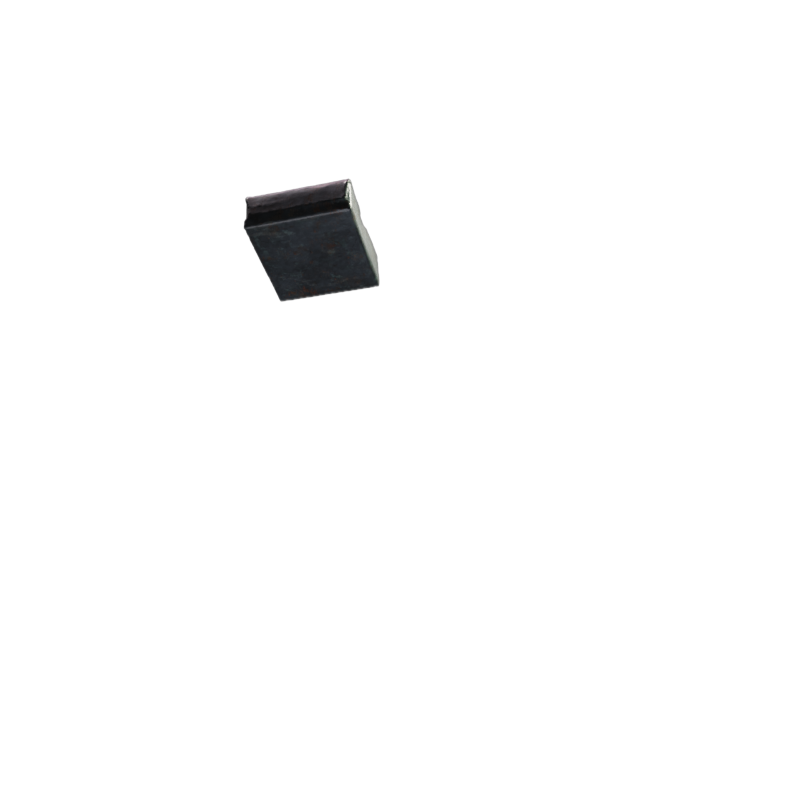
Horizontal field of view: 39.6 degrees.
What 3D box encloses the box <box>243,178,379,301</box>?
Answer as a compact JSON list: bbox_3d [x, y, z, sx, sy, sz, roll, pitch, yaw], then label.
[{"bbox_3d":[-0.059,-0.108,0.757,0.074,0.032,0.082,-8,-36,11],"label":"box"}]
